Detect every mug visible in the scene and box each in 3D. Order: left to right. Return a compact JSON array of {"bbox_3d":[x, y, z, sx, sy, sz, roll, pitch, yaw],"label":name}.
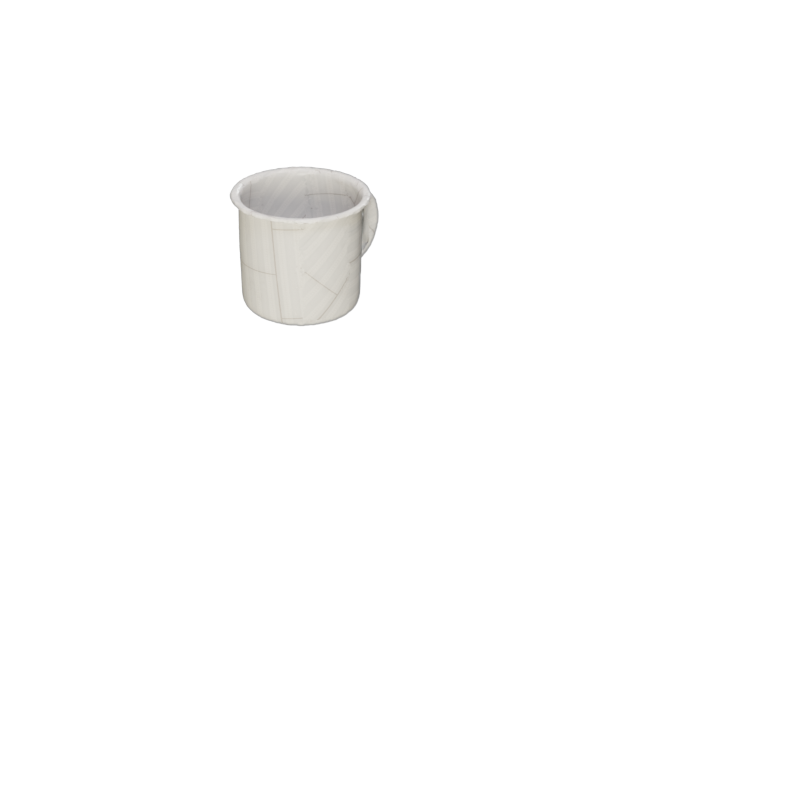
[{"bbox_3d":[-0.059,-0.108,0.756,0.099,0.077,0.117,25,38,35],"label":"mug"}]
